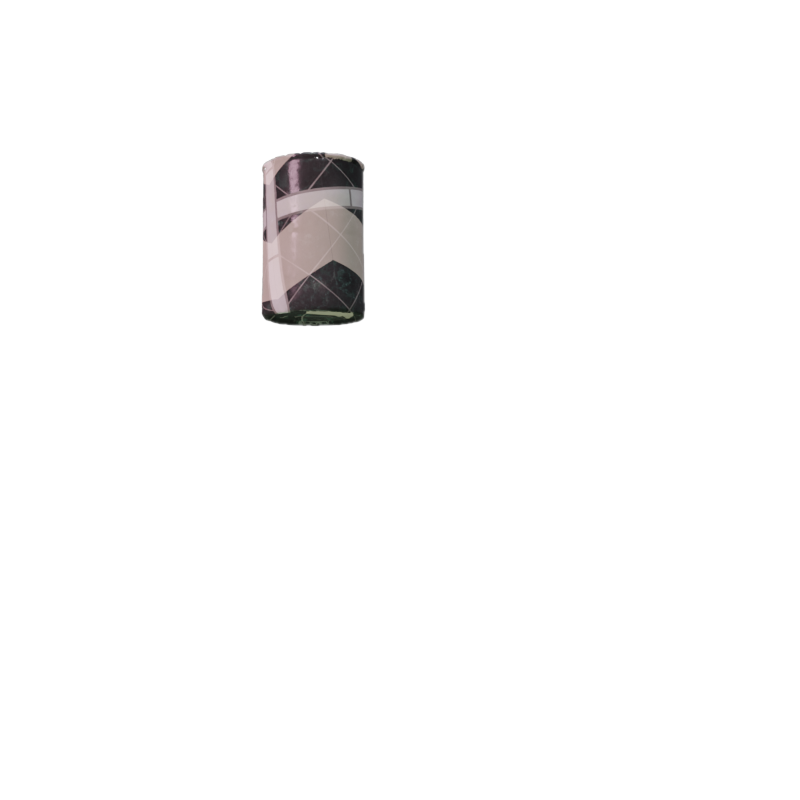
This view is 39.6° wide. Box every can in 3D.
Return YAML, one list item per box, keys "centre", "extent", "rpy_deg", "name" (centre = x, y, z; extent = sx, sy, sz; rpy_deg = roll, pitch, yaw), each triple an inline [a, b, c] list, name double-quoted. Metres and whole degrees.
- centre: [-0.057, -0.103, 0.724]
  extent: [0.068, 0.105, 0.067]
  rpy_deg: [0, -10, -2]
  name: "can"
